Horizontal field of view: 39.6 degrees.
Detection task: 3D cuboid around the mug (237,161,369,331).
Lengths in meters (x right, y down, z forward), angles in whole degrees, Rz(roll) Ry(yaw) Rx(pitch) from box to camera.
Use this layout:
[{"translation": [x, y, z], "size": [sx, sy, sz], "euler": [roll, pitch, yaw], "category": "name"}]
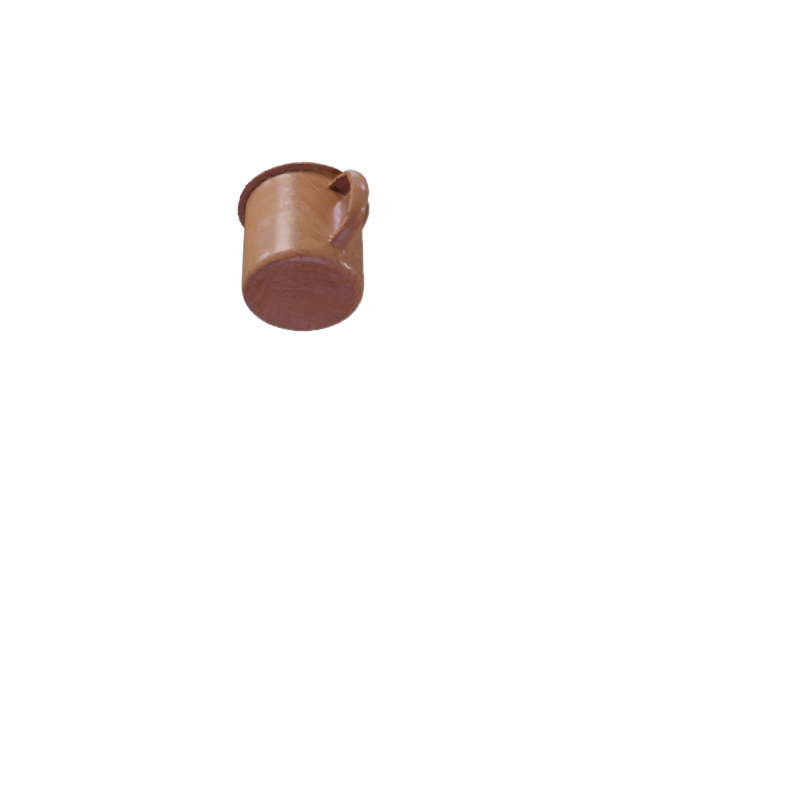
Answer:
[{"translation": [-0.059, -0.107, 0.748], "size": [0.088, 0.087, 0.115], "euler": [26, -46, -30], "category": "mug"}]
